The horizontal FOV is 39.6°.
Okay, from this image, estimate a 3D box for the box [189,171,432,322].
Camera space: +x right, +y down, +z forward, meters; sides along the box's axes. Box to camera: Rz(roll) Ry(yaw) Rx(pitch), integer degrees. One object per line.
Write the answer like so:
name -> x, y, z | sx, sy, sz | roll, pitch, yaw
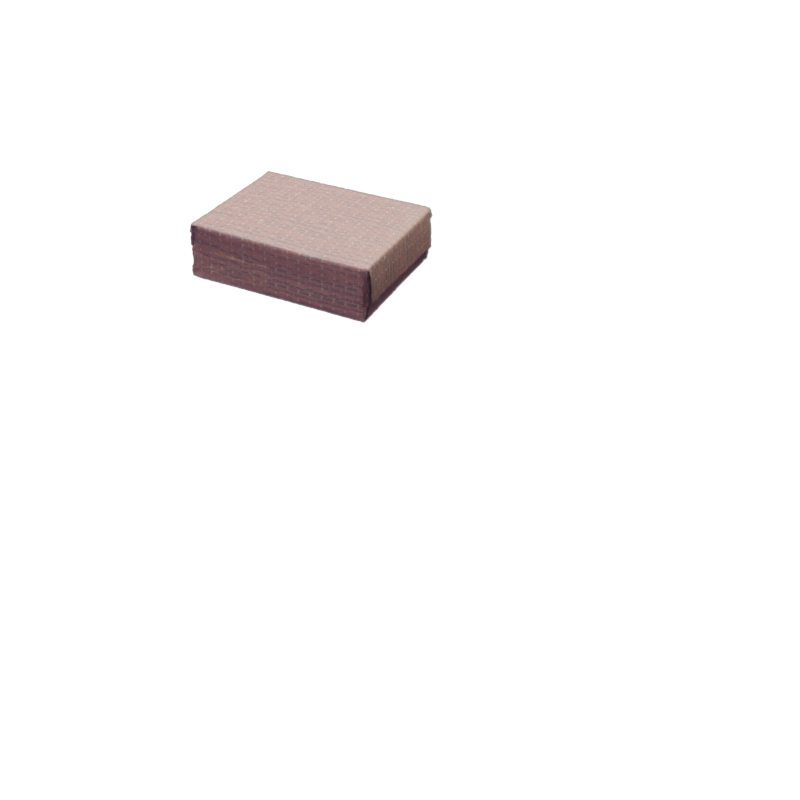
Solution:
box -> -0.050, -0.091, 0.637 | 0.118, 0.037, 0.092 | 14, 33, 22
